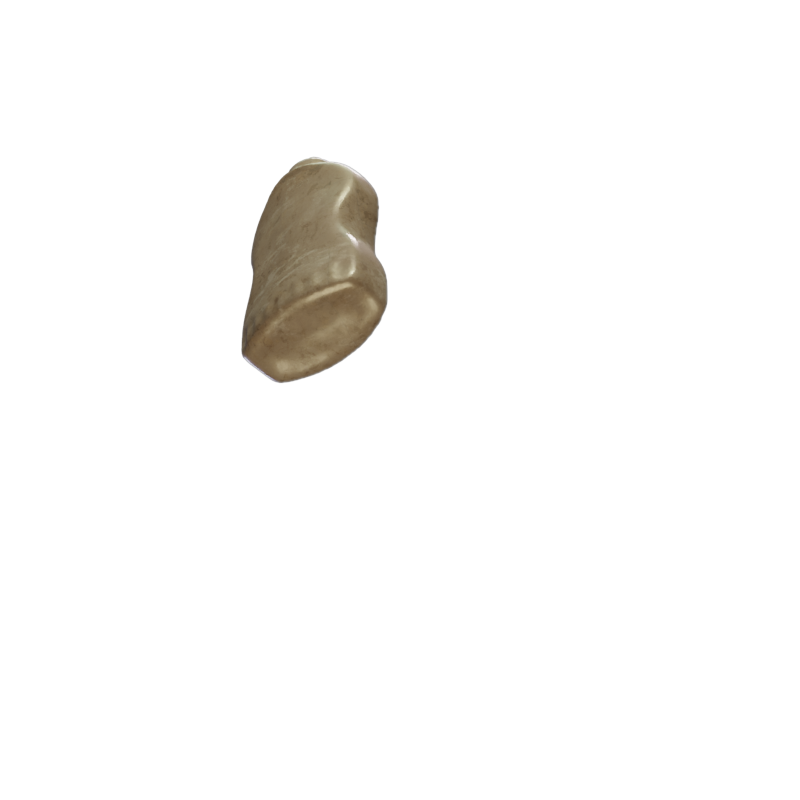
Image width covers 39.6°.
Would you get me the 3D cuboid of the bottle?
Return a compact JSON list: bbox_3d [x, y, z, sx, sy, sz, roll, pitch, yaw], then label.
[{"bbox_3d":[-0.057,-0.104,0.729,0.095,0.205,0.055,-36,-56,24],"label":"bottle"}]
